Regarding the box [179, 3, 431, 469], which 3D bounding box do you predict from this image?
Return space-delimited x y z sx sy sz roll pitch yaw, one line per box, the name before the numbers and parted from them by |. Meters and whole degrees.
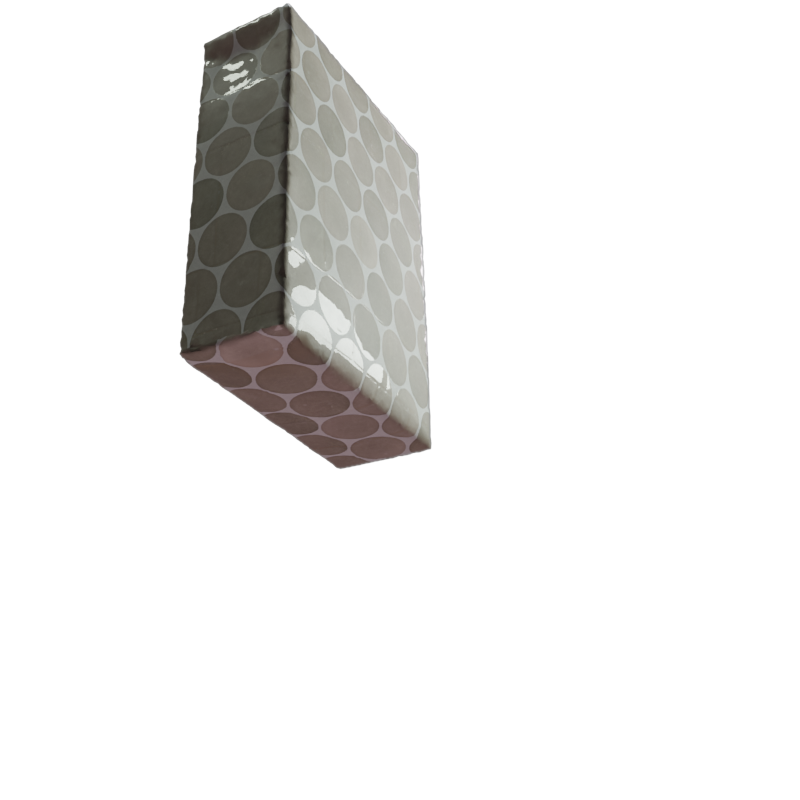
box | -0.050 -0.091 0.638 0.073 0.228 0.152 -18 -34 24
